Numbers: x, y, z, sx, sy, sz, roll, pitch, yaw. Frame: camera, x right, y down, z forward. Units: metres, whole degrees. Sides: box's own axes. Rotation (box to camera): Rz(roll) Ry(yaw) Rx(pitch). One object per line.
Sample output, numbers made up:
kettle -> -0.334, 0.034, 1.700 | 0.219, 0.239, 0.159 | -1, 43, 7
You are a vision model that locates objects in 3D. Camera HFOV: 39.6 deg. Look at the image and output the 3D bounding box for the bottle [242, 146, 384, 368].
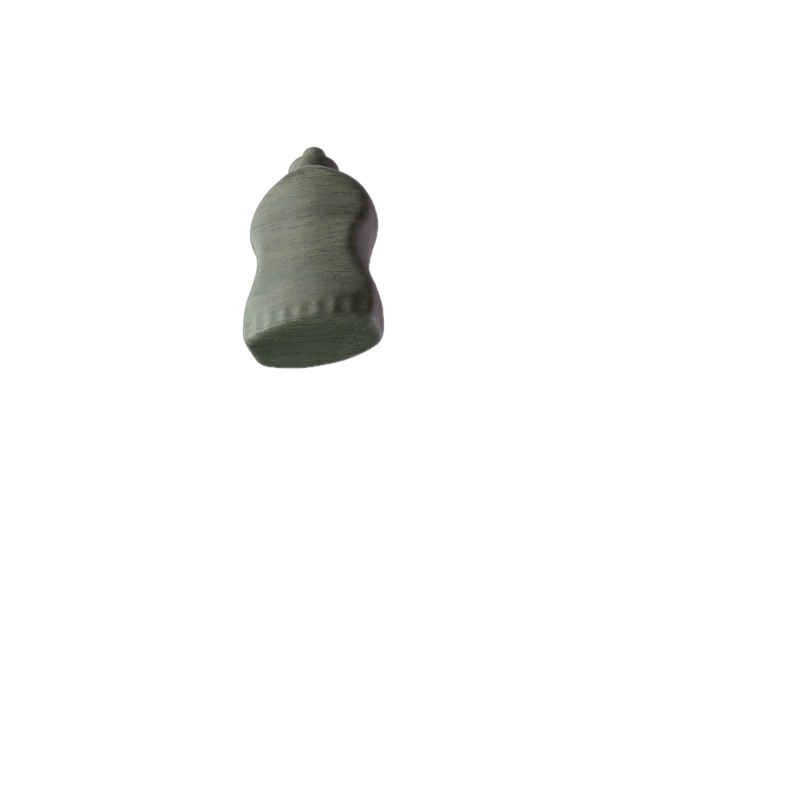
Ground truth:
bottle -> -0.064, -0.117, 0.821 | 0.097, 0.206, 0.054 | -13, -40, 13
